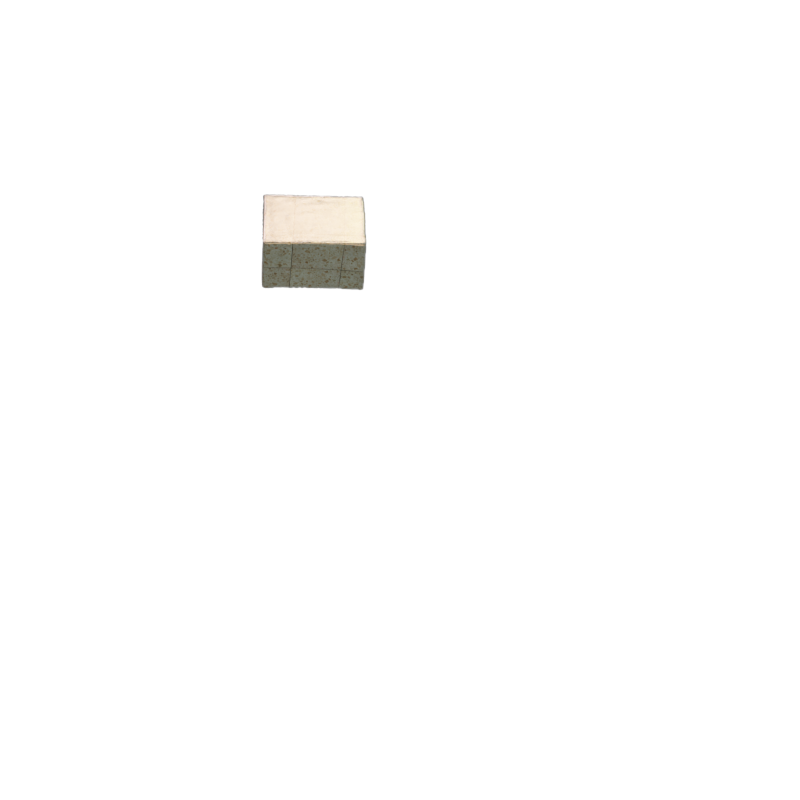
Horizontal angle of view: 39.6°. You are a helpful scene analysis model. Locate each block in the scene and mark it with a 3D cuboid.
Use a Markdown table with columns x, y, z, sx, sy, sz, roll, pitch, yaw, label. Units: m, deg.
| x | y | z | sx | sy | sz | roll | pitch | yaw | label |
| --- | --- | --- | --- | --- | --- | --- | --- | --- | --- |
| -0.065 | -0.119 | 0.833 | 0.078 | 0.055 | 0.049 | 2 | -40 | -4 | block |
